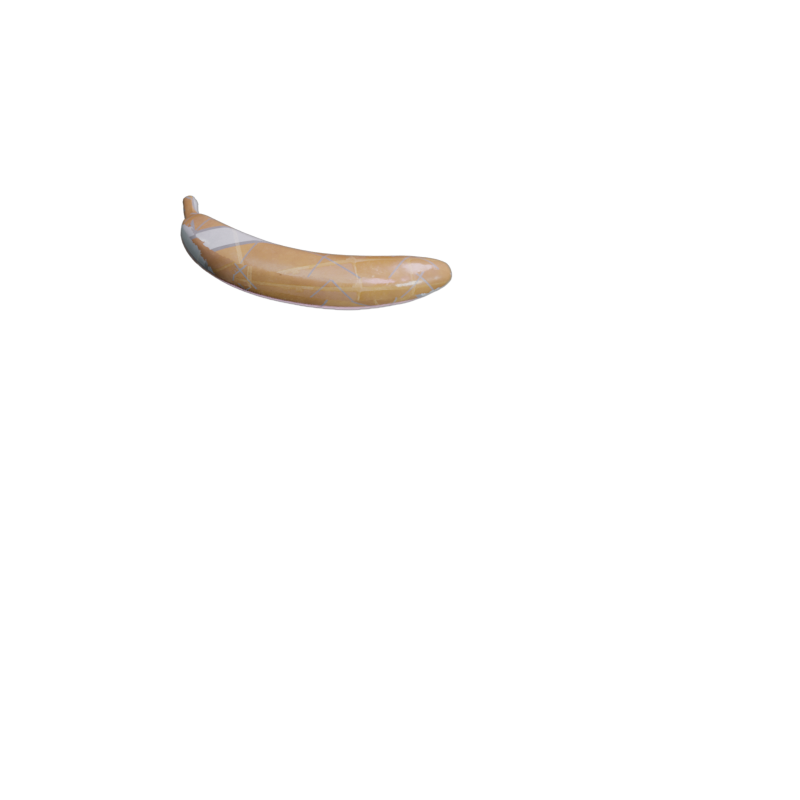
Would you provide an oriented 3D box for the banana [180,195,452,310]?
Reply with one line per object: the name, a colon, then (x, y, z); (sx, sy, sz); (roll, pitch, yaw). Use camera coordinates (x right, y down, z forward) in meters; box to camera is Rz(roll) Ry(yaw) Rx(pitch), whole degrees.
banana: (-0.068, -0.093, 0.736); (0.203, 0.073, 0.034); (17, -34, 12)
